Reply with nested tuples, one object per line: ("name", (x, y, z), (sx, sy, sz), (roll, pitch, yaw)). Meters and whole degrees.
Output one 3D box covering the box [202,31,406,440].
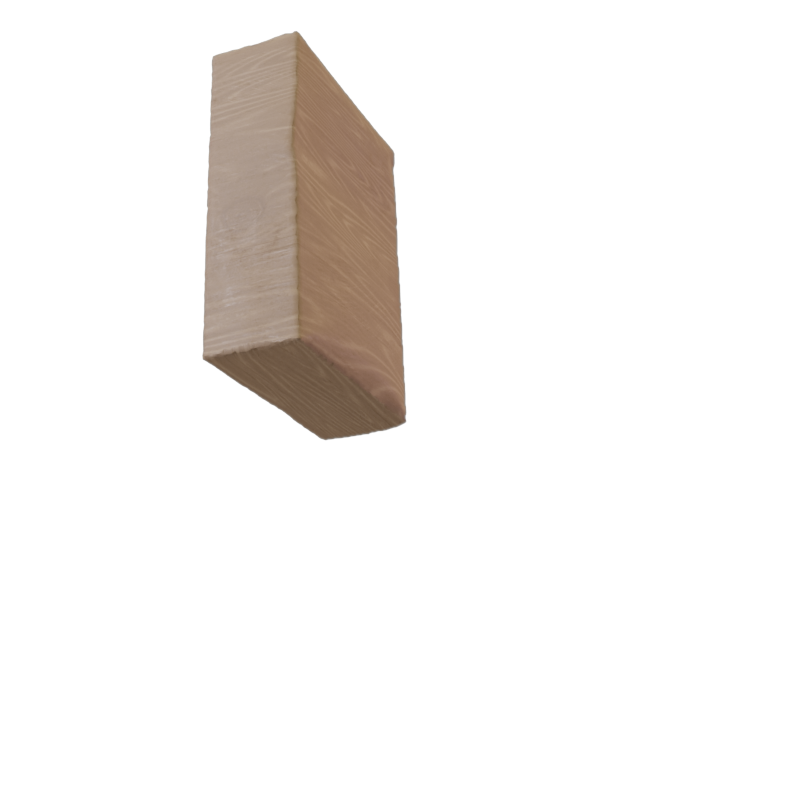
("box", (-0.056, -0.102, 0.714), (0.073, 0.226, 0.152), (-13, -27, 20))
